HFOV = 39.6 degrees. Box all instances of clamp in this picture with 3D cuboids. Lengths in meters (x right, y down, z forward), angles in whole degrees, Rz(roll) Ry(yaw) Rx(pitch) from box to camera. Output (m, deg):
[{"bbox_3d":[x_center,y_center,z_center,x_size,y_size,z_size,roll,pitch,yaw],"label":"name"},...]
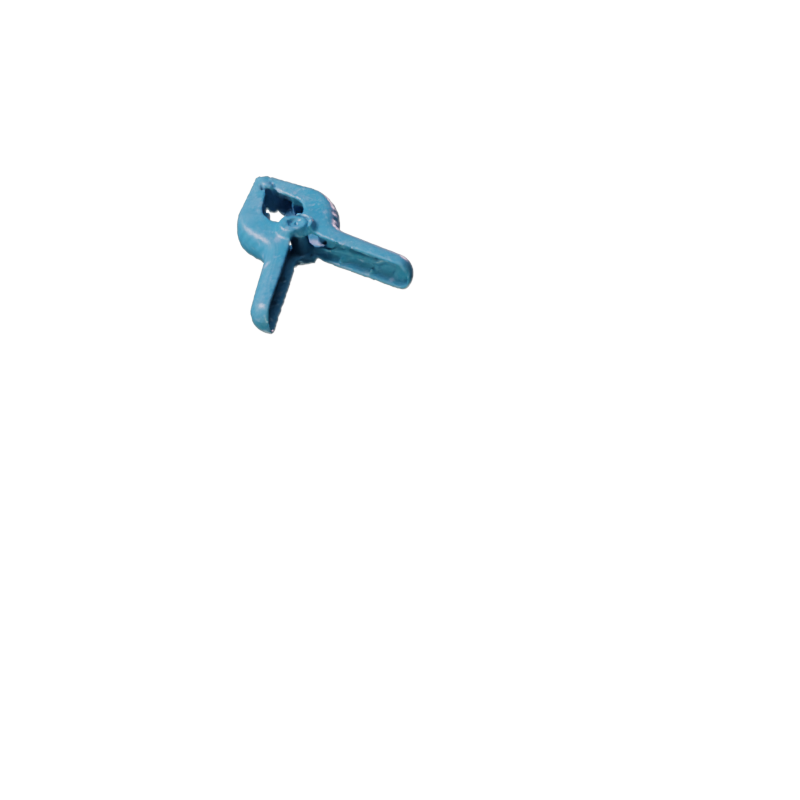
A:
[{"bbox_3d":[-0.065,-0.119,0.833,0.119,0.037,0.186,-10,43,-11],"label":"clamp"}]
